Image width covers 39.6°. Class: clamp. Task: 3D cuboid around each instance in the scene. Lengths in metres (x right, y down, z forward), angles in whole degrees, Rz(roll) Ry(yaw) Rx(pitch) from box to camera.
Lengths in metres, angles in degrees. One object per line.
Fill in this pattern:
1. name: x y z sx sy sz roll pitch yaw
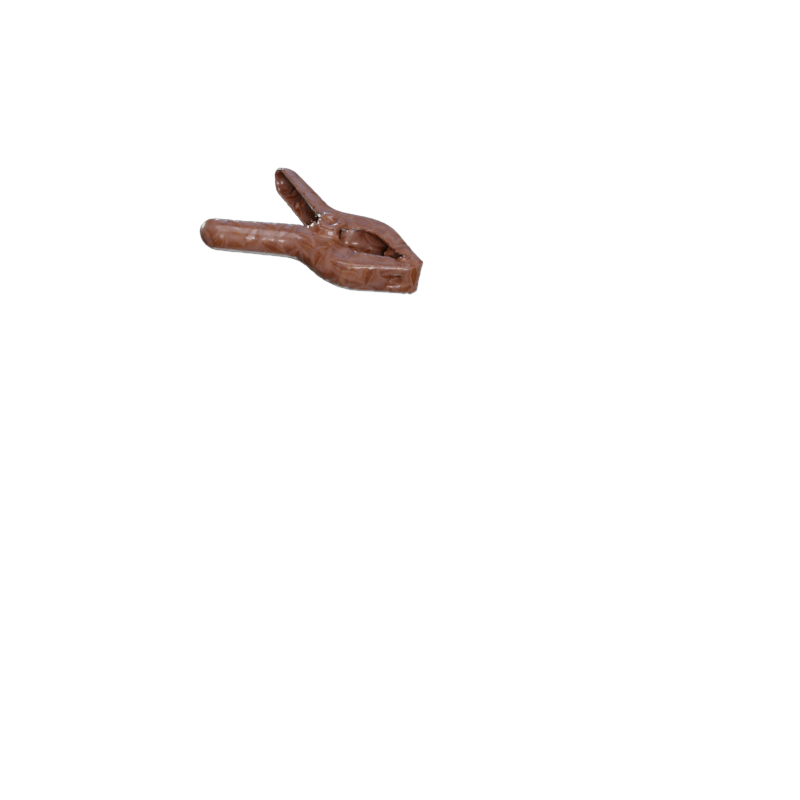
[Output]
1. clamp: -0.068 -0.124 0.866 0.182 0.037 0.121 29 50 28
